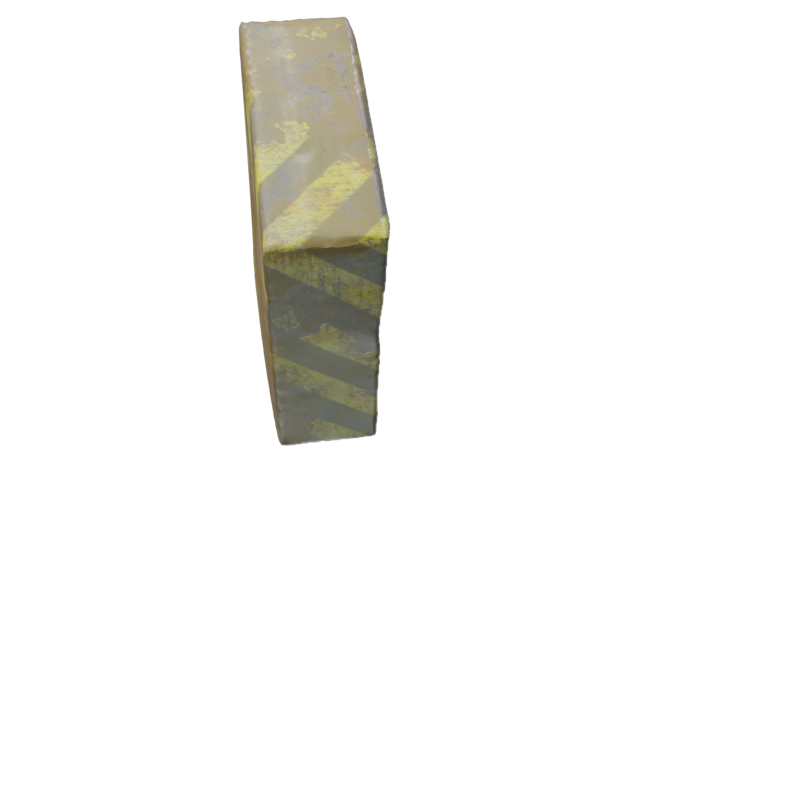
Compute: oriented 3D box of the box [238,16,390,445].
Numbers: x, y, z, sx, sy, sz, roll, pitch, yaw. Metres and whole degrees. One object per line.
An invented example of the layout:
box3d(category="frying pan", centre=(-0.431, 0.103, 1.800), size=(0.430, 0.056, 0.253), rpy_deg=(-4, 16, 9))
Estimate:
box3d(category="box", centre=(-0.052, -0.095, 0.664), size=(0.071, 0.176, 0.200), rpy_deg=(-6, -32, -7))
